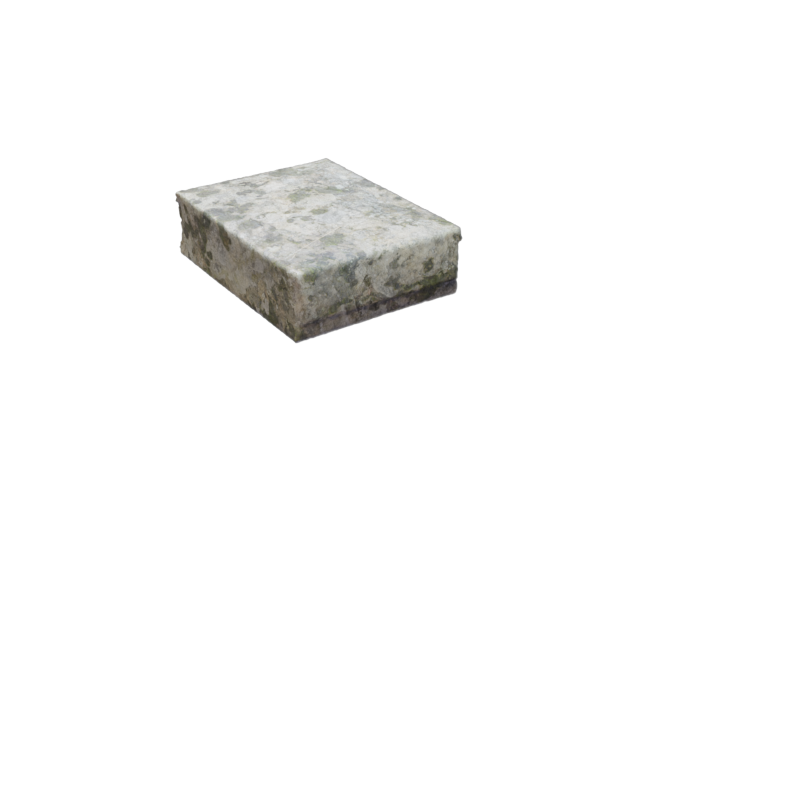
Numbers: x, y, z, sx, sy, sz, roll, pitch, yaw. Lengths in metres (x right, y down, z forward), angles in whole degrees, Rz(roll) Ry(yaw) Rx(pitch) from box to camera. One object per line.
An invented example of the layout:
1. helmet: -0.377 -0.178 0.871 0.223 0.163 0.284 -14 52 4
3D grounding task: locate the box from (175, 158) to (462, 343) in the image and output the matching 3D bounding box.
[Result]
1. box: -0.041 -0.075 0.523 0.088 0.037 0.122 -18 33 -31
